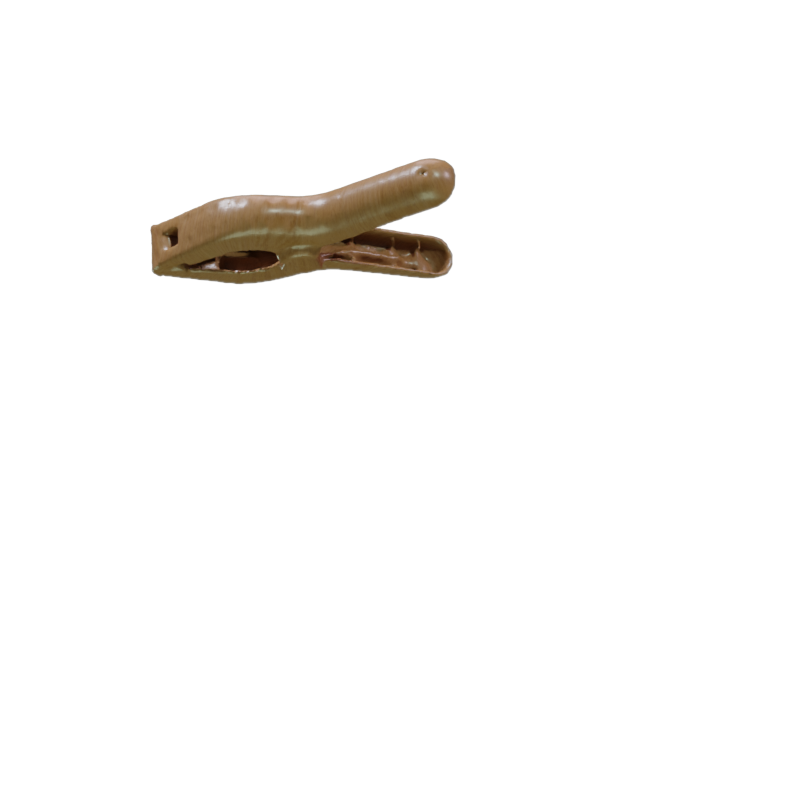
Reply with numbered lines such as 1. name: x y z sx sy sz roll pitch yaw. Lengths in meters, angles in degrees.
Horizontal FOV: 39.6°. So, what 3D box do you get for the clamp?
1. clamp: -0.048 -0.087 0.610 0.174 0.041 0.112 -5 -23 12
